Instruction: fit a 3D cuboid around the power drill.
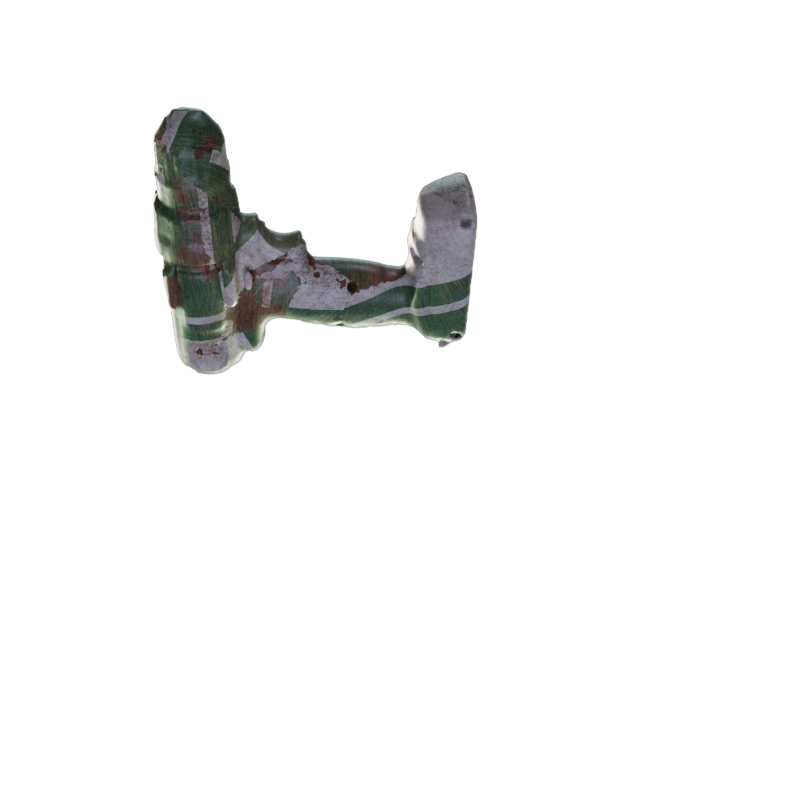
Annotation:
[{"bbox_3d":[-0.052,-0.095,0.662,0.187,0.172,0.062,0,42,0],"label":"power drill"}]
